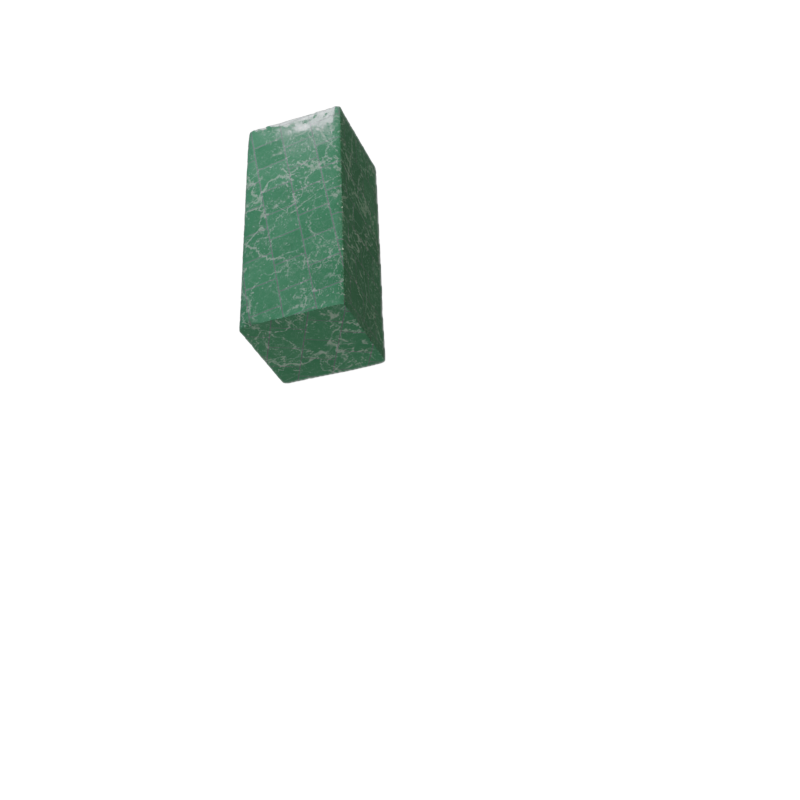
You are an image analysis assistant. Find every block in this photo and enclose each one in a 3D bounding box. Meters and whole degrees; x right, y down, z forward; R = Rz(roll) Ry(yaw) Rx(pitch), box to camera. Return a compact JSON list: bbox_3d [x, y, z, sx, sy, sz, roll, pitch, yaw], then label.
[{"bbox_3d":[-0.072,-0.131,0.918,0.091,0.221,0.084,-14,-37,16],"label":"block"}]
